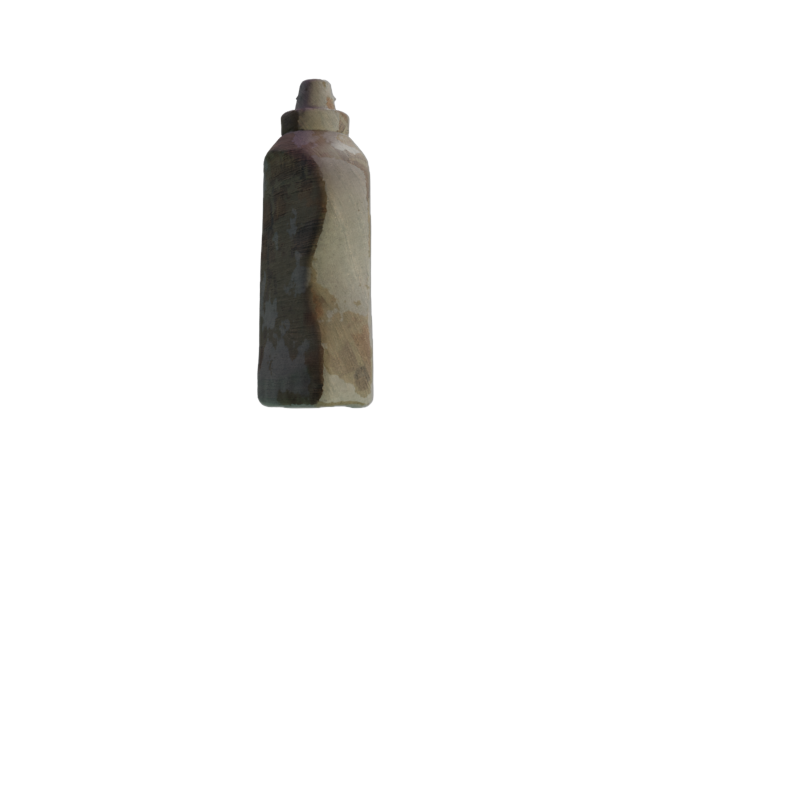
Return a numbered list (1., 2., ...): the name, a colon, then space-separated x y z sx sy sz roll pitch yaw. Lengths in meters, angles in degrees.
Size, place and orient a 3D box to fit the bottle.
1. bottle: -0.050 -0.092 0.648 0.057 0.195 0.097 2 -6 -24
